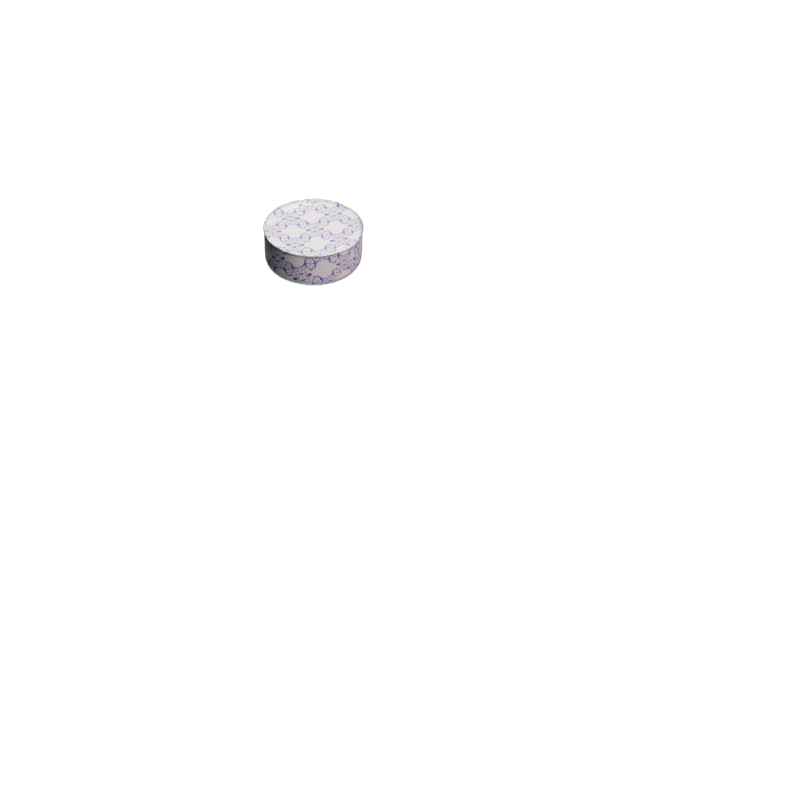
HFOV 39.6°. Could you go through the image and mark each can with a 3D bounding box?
[{"bbox_3d":[-0.075,-0.137,0.957,0.086,0.031,0.092,-1,40,-2],"label":"can"}]
